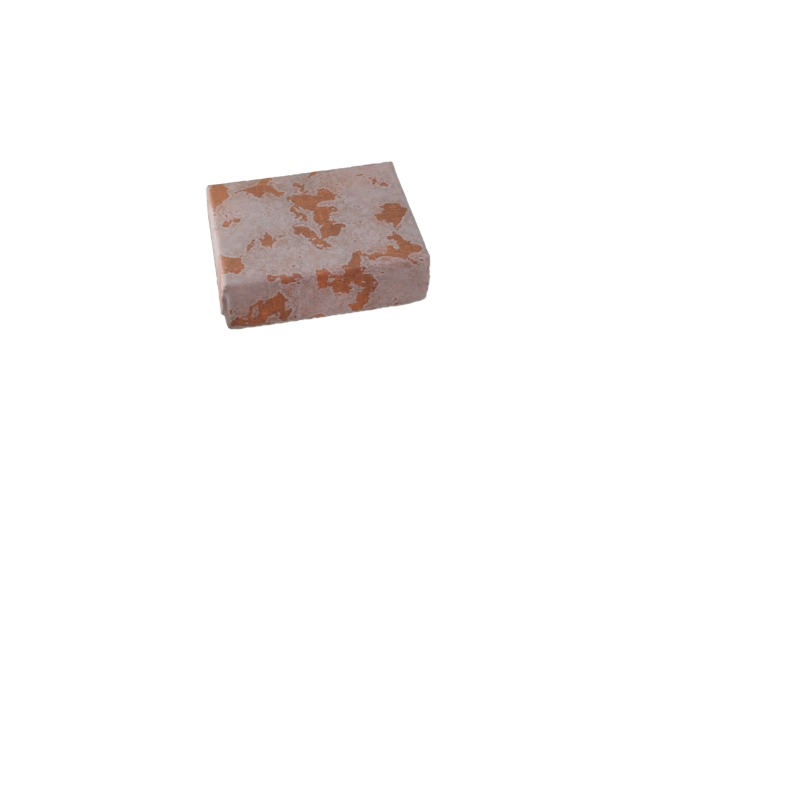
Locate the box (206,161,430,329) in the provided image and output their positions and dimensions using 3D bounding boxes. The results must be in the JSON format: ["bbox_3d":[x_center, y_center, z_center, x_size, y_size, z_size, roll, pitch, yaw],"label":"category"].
[{"bbox_3d":[-0.048,-0.088,0.618,0.112,0.036,0.097,-8,45,-8],"label":"box"}]
